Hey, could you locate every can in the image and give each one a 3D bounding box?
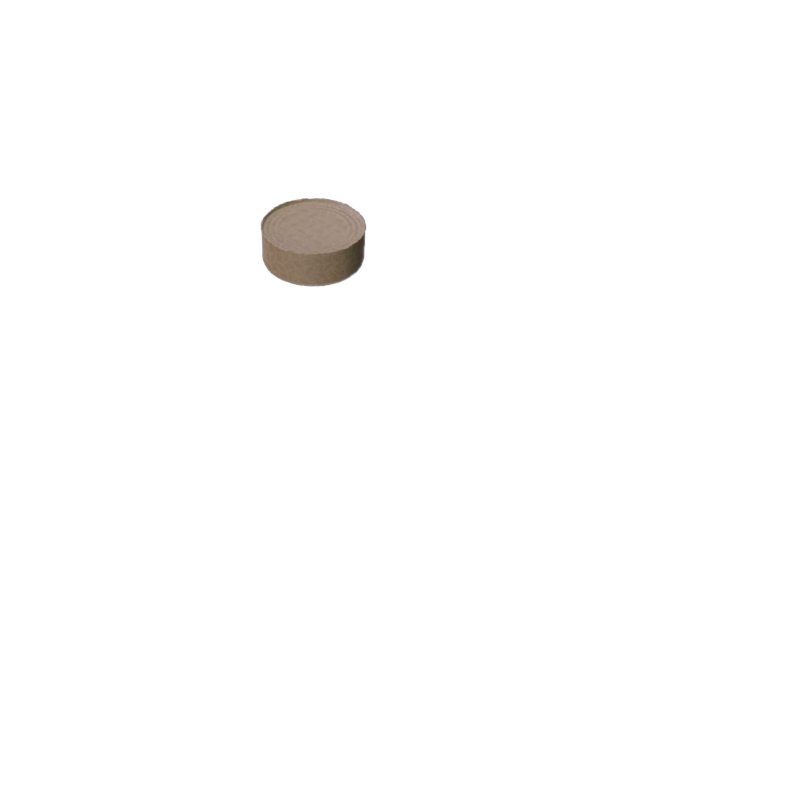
[{"bbox_3d":[-0.071,-0.130,0.908,0.086,0.031,0.092,-1,38,-2],"label":"can"}]
